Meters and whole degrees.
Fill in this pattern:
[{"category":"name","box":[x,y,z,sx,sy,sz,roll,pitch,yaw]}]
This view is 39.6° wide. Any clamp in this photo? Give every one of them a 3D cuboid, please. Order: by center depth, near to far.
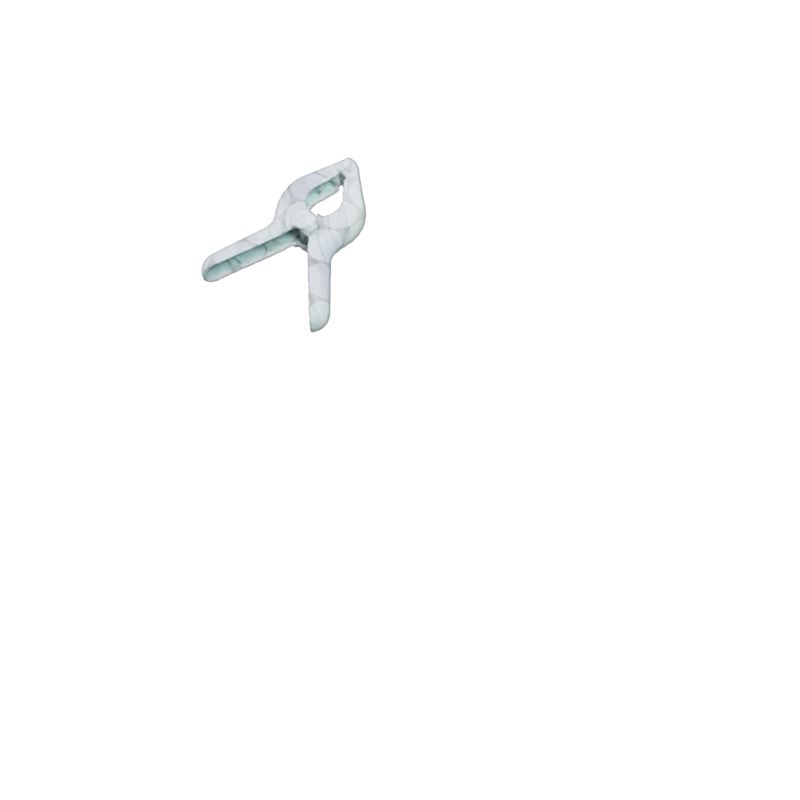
[{"category":"clamp","box":[-0.075,-0.137,0.957,0.125,0.175,0.037,34,-23,16]}]
